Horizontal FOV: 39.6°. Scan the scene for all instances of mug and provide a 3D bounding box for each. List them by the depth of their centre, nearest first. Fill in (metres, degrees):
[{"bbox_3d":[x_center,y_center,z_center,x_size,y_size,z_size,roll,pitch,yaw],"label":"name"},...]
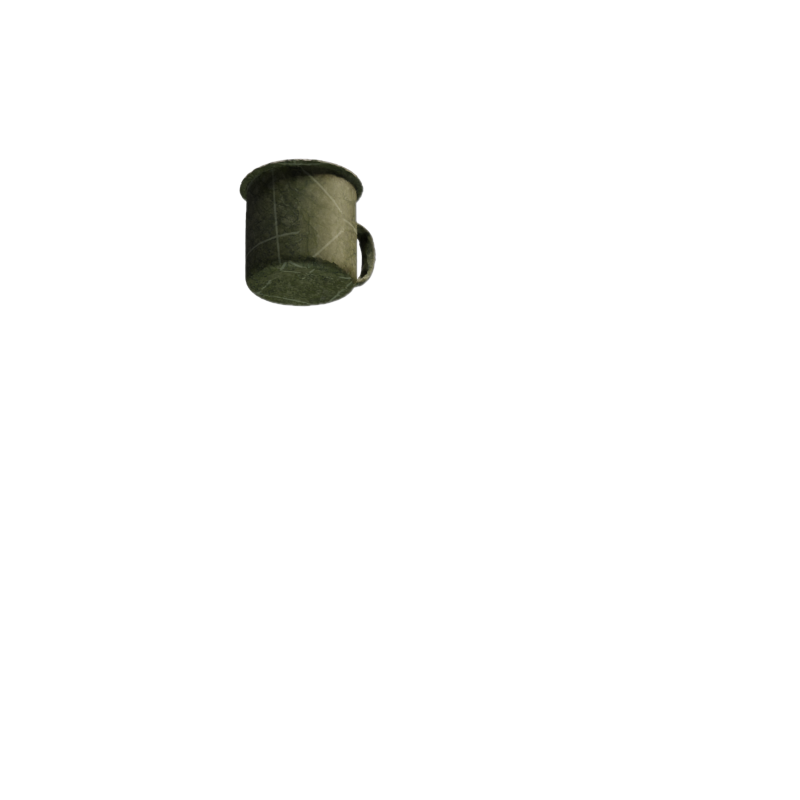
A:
[{"bbox_3d":[-0.065,-0.118,0.825,0.110,0.086,0.094,18,-28,-41],"label":"mug"}]
